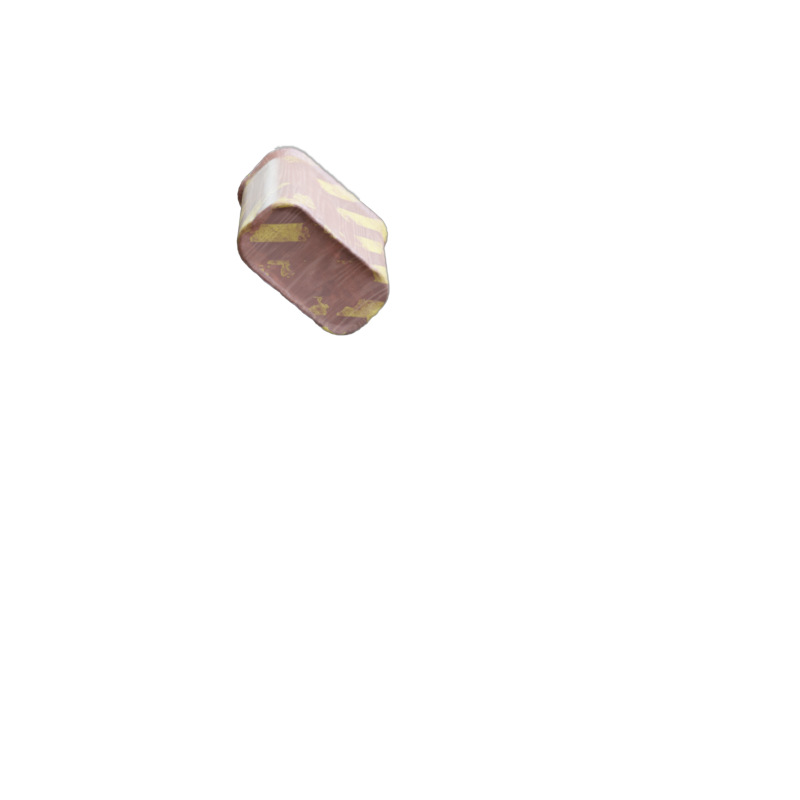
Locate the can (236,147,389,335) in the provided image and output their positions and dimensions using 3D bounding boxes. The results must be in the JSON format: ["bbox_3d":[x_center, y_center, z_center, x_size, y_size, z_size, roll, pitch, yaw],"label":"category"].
[{"bbox_3d":[-0.054,-0.098,0.687,0.097,0.057,0.089,39,21,-20],"label":"can"}]
